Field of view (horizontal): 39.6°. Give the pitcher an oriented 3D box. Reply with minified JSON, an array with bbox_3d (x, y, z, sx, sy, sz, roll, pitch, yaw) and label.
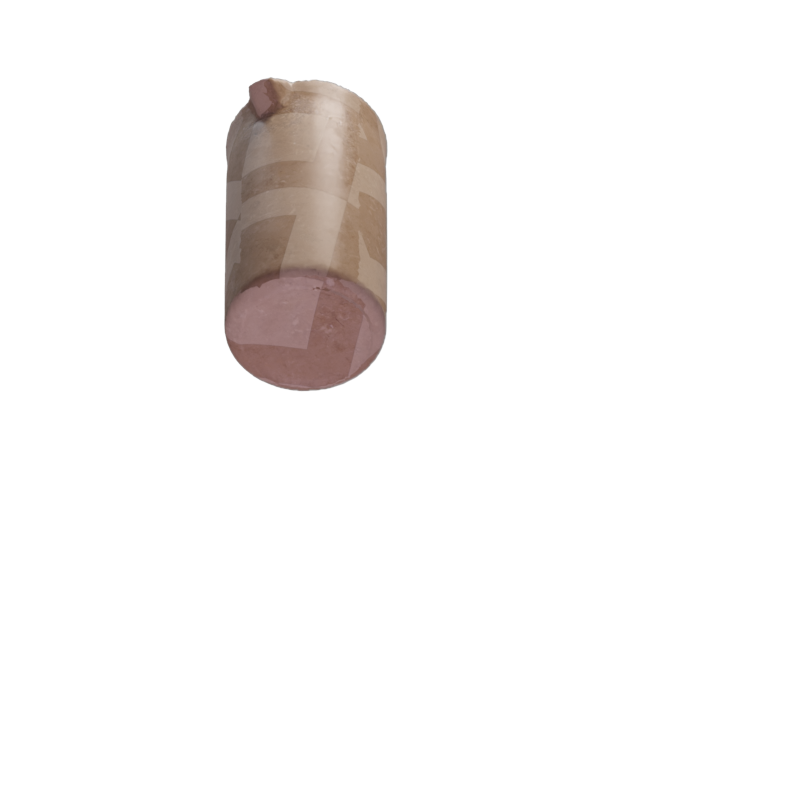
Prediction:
[{"bbox_3d":[-0.065,-0.118,0.829,0.145,0.139,0.261,15,39,-16],"label":"pitcher"}]
